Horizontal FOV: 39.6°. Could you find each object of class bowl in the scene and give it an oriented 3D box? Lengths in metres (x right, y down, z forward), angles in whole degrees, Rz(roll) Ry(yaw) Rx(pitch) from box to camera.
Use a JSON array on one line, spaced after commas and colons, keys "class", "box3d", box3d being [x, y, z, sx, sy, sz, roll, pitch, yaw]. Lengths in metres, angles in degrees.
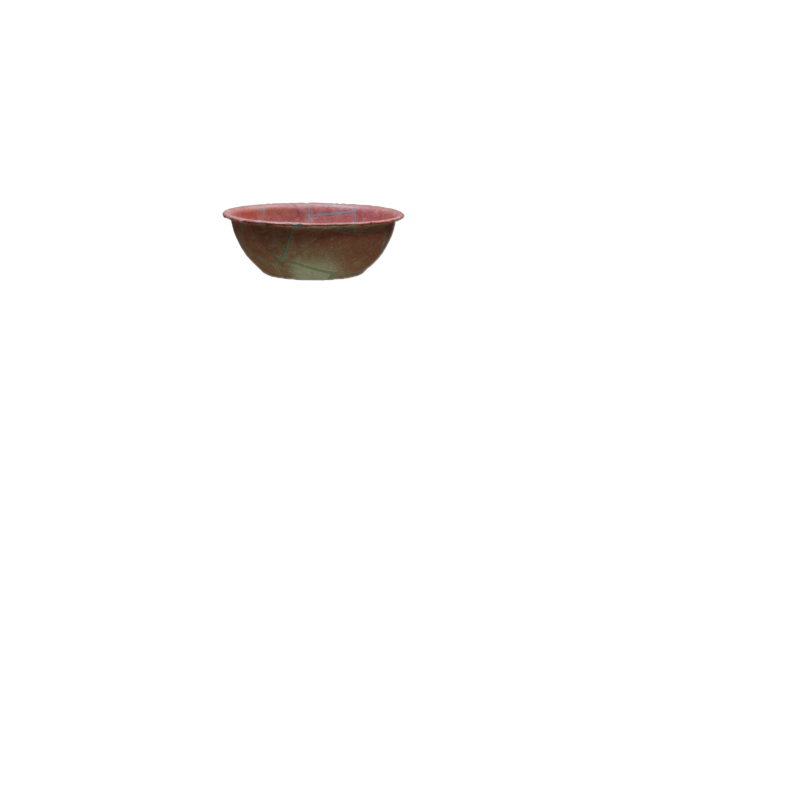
[{"class": "bowl", "box3d": [-0.077, -0.141, 0.987, 0.162, 0.054, 0.167, 0, 15, -2]}]
